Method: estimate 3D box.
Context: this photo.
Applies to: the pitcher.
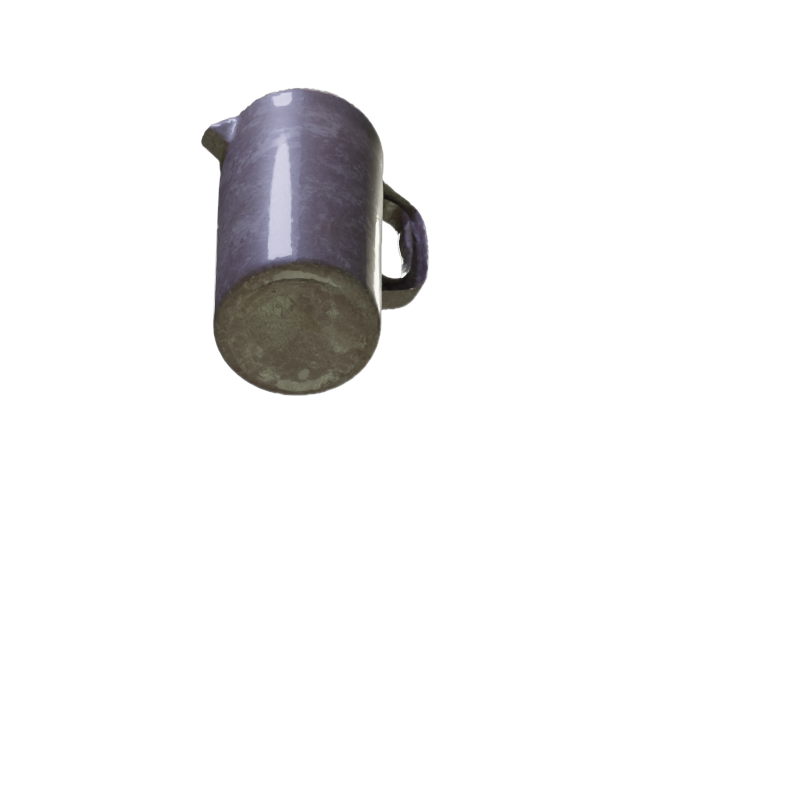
[{"bbox_3d":[-0.063,-0.115,0.803,0.150,0.135,0.260,-16,36,8],"label":"pitcher"}]
